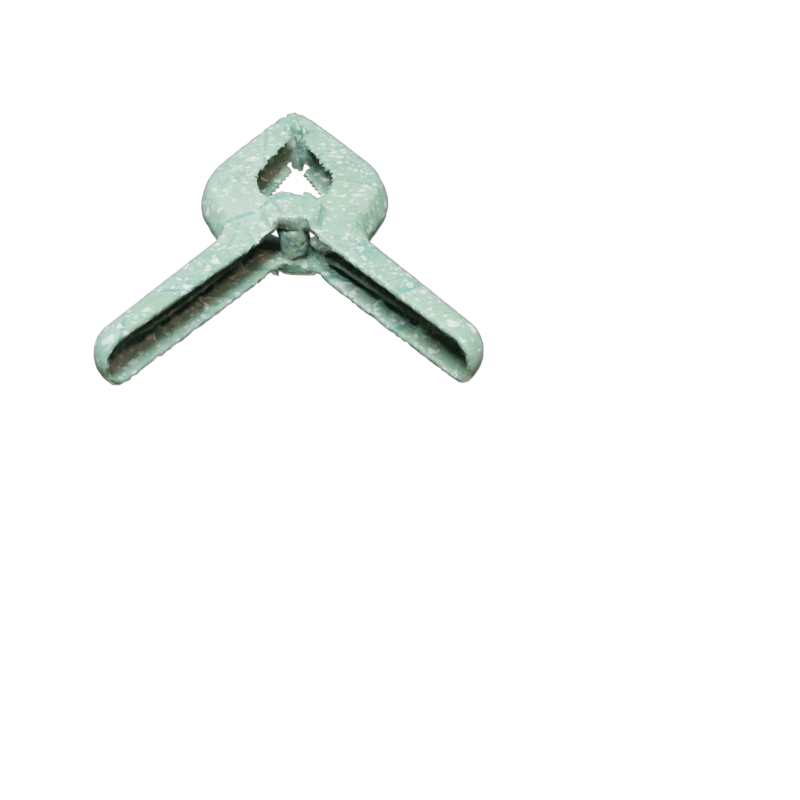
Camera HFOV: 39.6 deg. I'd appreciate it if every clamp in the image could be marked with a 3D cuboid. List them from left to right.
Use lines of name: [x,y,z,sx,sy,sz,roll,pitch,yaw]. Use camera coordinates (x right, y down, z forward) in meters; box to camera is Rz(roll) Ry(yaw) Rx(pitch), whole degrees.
clamp: [-0.042,-0.077,0.539,0.166,0.034,0.223,3,40,4]
